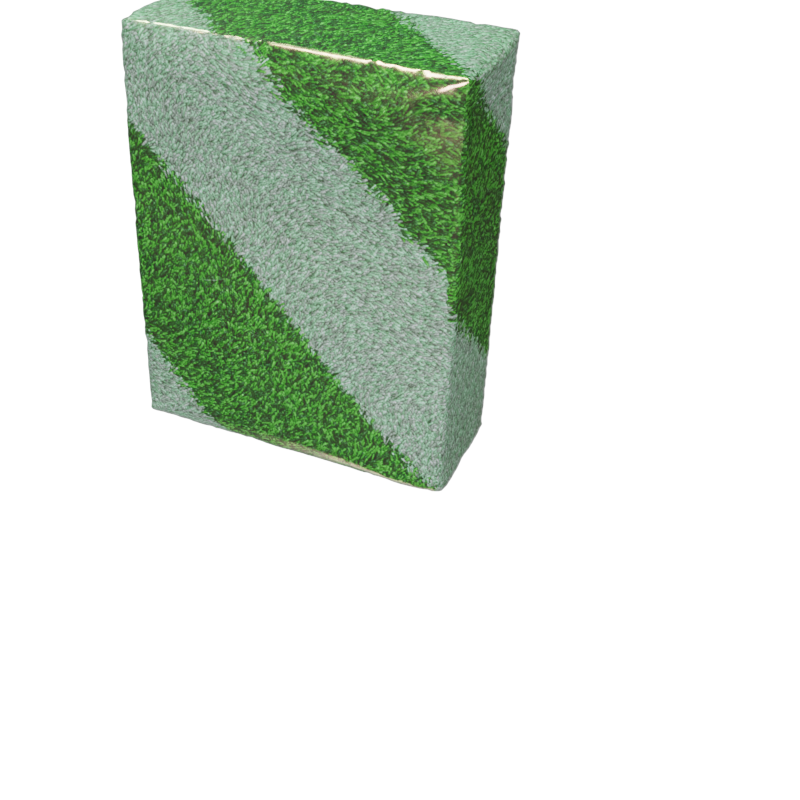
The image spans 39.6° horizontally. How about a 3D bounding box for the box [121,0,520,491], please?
[{"bbox_3d":[-0.041,-0.074,0.522,0.170,0.201,0.074,16,35,20],"label":"box"}]
